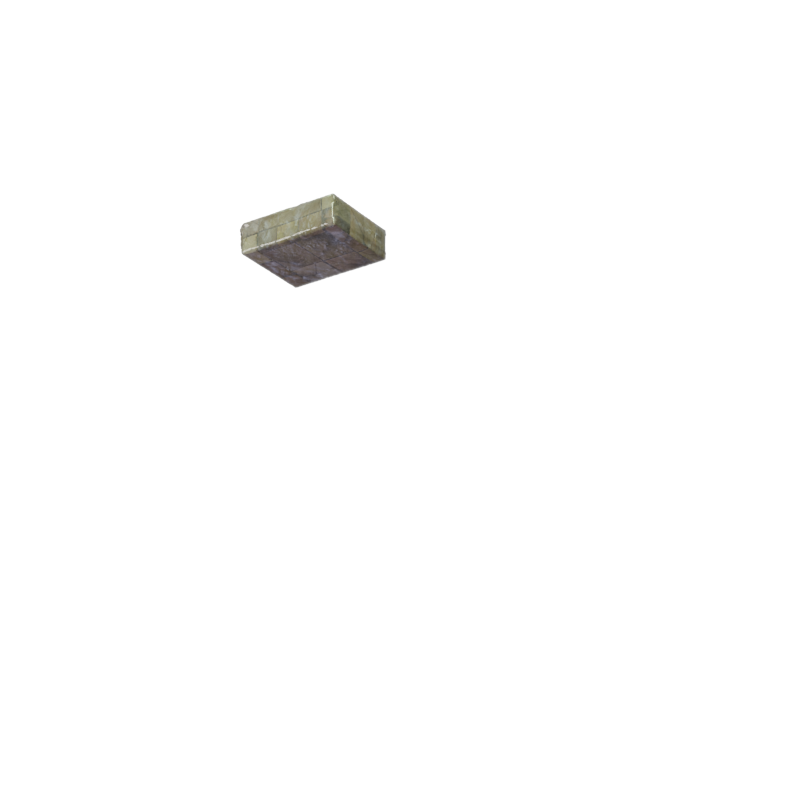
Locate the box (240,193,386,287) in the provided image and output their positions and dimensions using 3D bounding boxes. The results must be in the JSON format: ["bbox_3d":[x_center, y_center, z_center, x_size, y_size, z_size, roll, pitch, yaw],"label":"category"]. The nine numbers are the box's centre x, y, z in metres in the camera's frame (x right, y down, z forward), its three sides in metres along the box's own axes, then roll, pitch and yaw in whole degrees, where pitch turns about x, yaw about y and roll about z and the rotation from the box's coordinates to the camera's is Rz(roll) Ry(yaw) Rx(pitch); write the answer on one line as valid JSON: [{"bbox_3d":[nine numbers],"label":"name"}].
[{"bbox_3d":[-0.067,-0.122,0.854,0.091,0.032,0.068,-13,-24,30],"label":"box"}]
